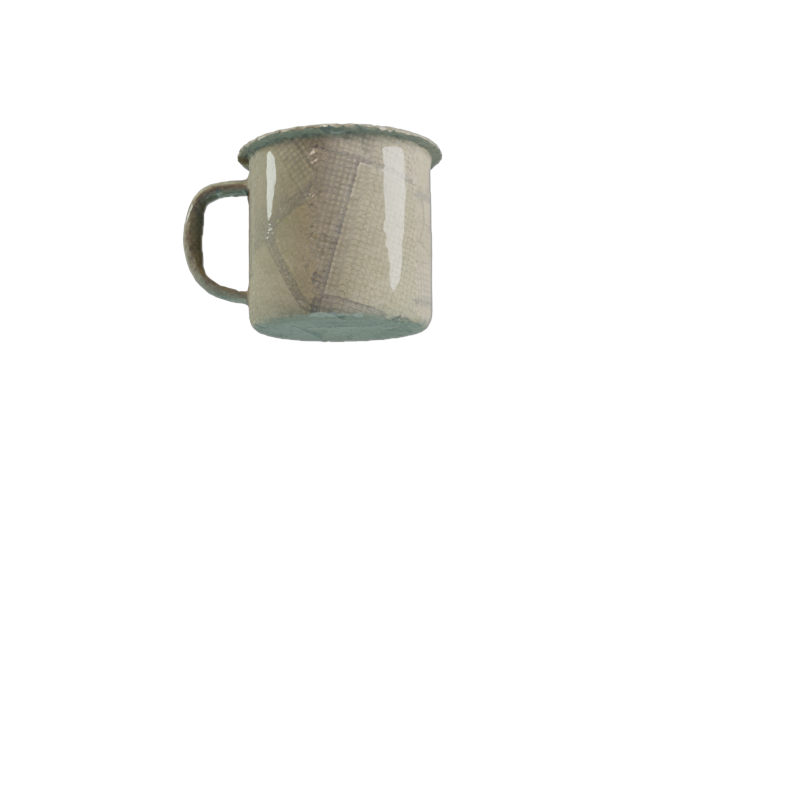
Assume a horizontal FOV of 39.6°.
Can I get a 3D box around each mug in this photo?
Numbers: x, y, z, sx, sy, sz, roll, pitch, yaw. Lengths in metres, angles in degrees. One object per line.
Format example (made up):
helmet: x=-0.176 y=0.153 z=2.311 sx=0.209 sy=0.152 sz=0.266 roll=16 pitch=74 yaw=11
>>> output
mug: x=-0.039 y=-0.071 z=0.497 sx=0.117 sy=0.084 sz=0.091 roll=0 pitch=-8 yaw=-3
